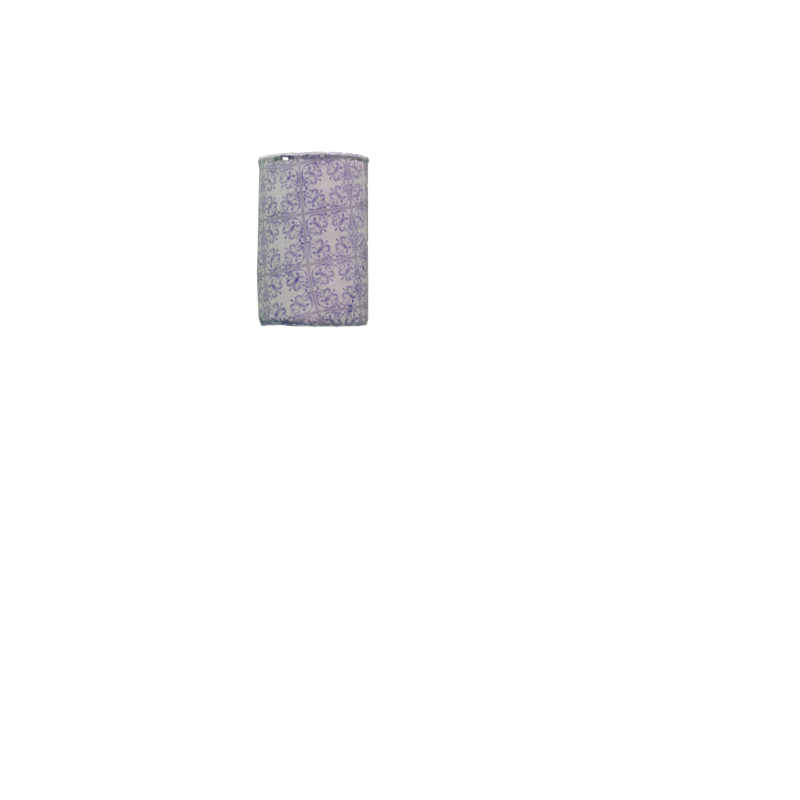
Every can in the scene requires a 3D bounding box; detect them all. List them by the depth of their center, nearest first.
[{"bbox_3d":[-0.053,-0.096,0.674,0.068,0.103,0.068,0,-1,-2],"label":"can"}]
